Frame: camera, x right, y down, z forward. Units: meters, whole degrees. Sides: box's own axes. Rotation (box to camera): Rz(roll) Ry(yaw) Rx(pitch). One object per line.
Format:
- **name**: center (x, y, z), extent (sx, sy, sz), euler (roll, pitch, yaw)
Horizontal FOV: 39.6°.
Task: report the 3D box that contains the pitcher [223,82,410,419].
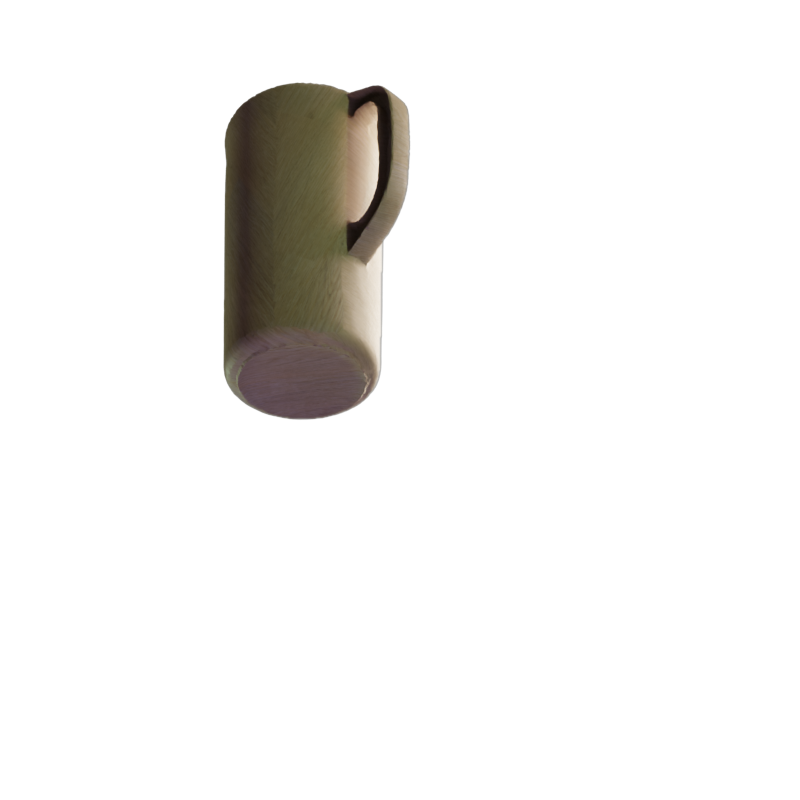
- **pitcher**: center (-0.064, -0.117, 0.823), extent (0.145, 0.261, 0.139), euler (-1, -38, -2)
